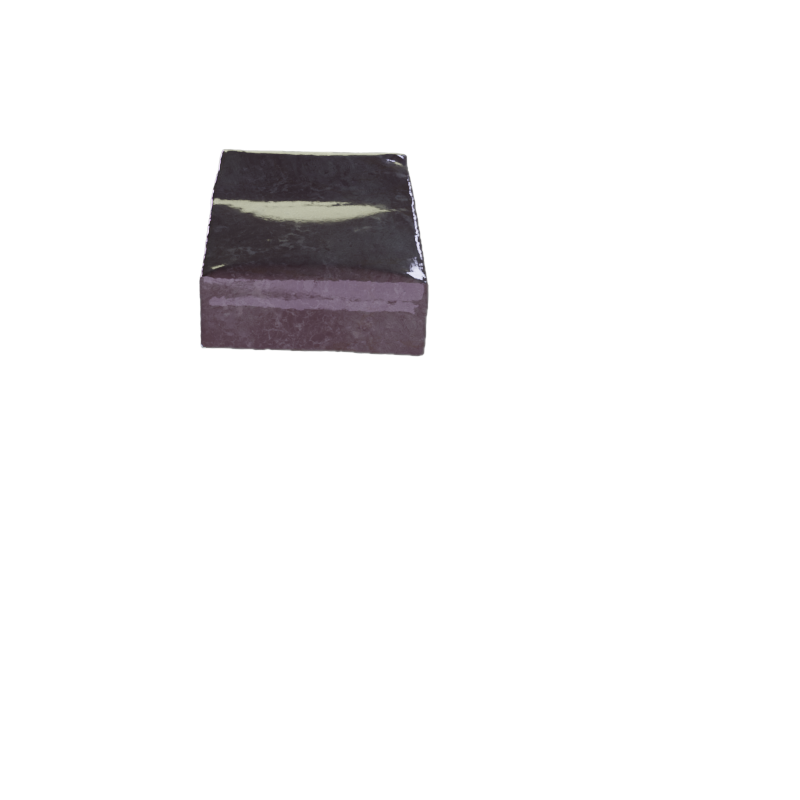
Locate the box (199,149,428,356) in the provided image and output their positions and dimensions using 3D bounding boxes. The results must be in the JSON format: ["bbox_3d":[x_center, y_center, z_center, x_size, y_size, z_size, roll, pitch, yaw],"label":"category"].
[{"bbox_3d":[-0.068,-0.125,0.873,0.163,0.067,0.228,1,36,-3],"label":"box"}]
